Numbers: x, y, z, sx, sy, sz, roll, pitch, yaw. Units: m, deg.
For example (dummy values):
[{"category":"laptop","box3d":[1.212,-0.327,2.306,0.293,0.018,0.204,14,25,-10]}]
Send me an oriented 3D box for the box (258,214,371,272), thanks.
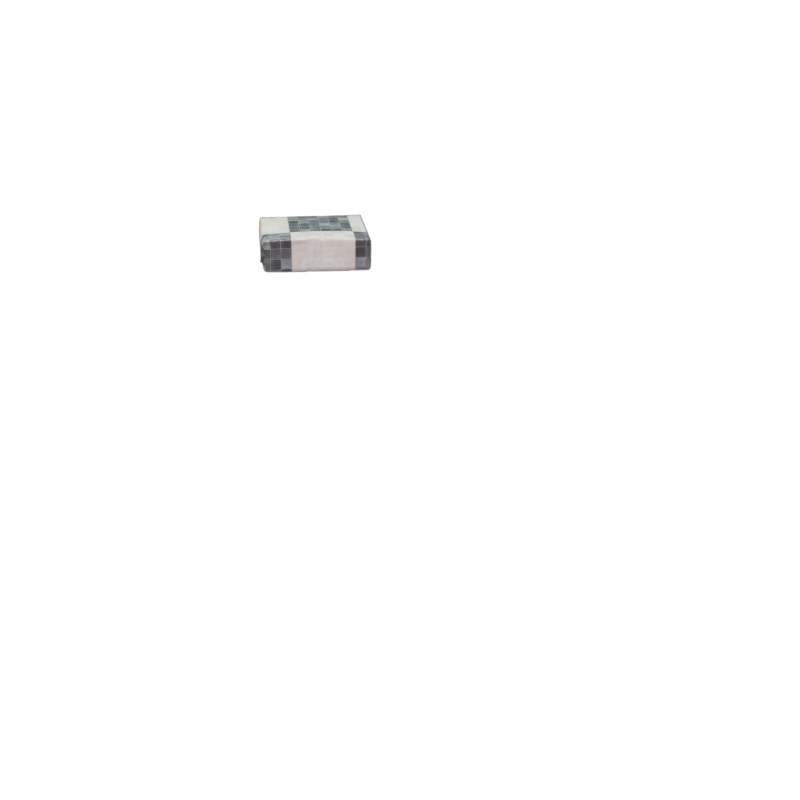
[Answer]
[{"category":"box","box3d":[-0.072,-0.131,0.914,0.089,0.029,0.077,-2,23,-5]}]
